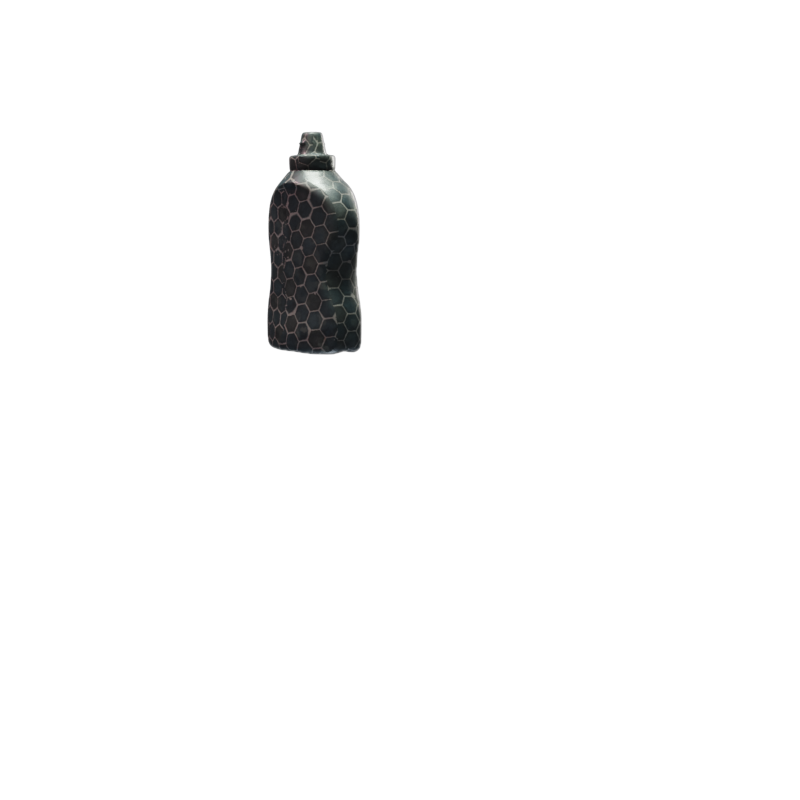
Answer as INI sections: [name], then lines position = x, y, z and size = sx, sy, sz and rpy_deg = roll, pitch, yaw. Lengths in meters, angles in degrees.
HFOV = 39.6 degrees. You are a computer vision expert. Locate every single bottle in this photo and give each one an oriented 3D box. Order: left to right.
[bottle]
position = -0.077, -0.139, 0.975
size = 0.056, 0.191, 0.100
rpy_deg = -1, 3, -41
